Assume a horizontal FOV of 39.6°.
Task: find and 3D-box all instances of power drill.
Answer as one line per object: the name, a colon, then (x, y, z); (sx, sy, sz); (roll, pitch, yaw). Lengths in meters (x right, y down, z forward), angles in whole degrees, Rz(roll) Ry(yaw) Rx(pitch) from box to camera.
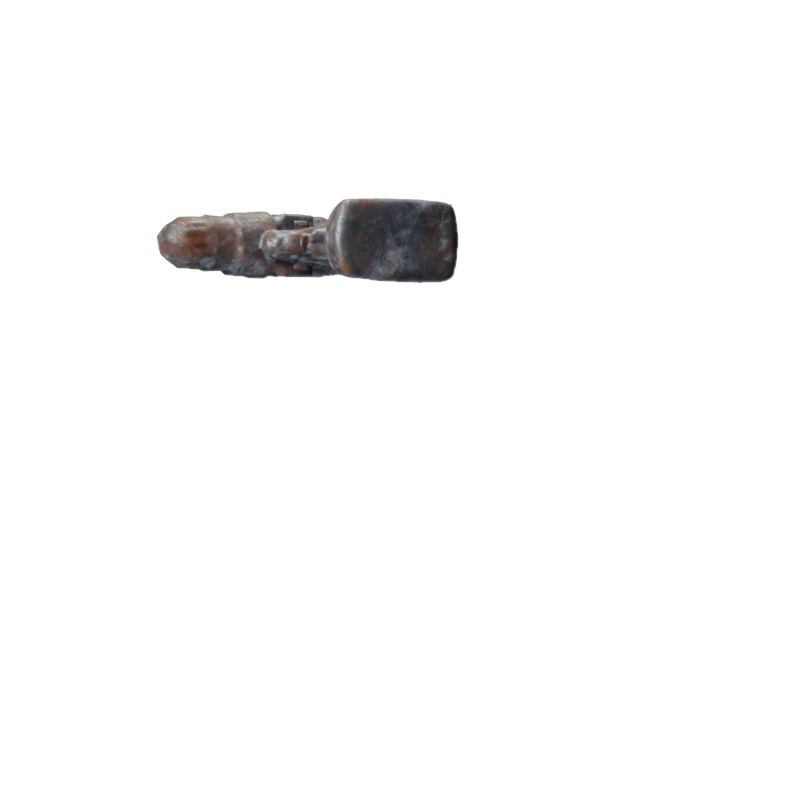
power drill: (-0.064, -0.116, 0.814); (0.178, 0.057, 0.195); (-5, 9, -33)
